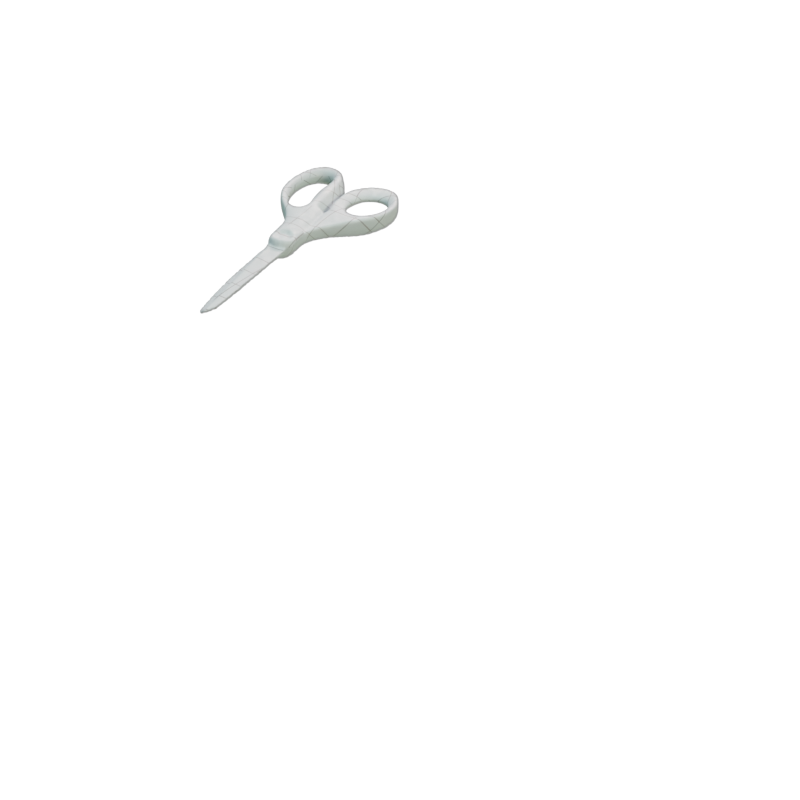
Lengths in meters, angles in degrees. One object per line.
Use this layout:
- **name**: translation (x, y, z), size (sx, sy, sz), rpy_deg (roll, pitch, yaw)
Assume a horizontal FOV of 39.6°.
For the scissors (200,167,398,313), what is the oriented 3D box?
- **scissors**: translation (-0.060, -0.109, 0.762), size (0.098, 0.015, 0.212), rpy_deg (6, 37, 9)
